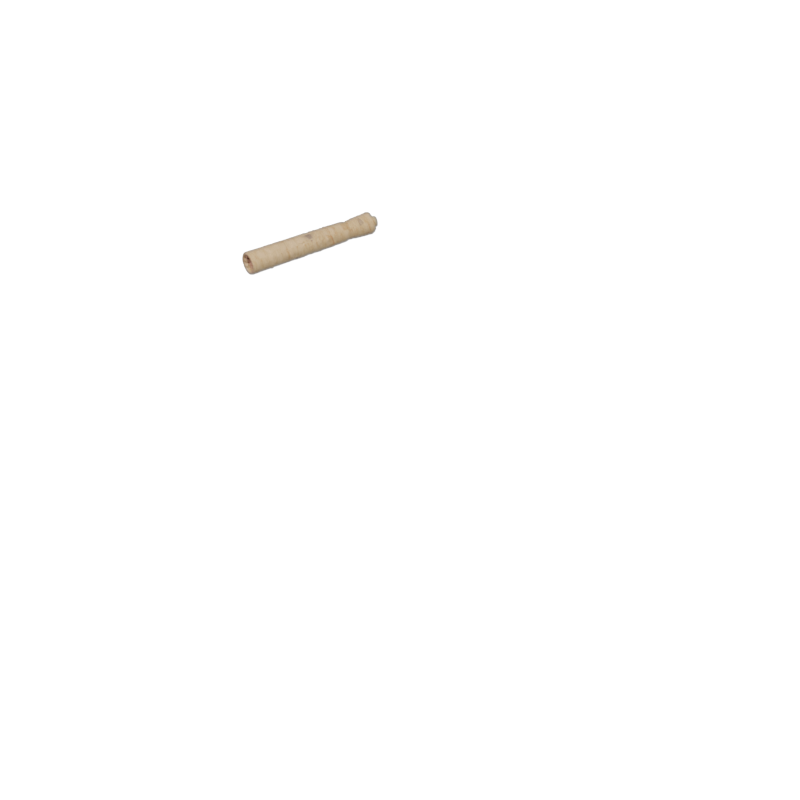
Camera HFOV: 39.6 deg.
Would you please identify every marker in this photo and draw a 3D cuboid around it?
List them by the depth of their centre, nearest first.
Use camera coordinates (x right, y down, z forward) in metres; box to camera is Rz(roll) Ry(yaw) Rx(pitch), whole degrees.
[{"bbox_3d":[-0.070,-0.128,0.894,0.120,0.019,0.020,-23,15,-26],"label":"marker"}]
